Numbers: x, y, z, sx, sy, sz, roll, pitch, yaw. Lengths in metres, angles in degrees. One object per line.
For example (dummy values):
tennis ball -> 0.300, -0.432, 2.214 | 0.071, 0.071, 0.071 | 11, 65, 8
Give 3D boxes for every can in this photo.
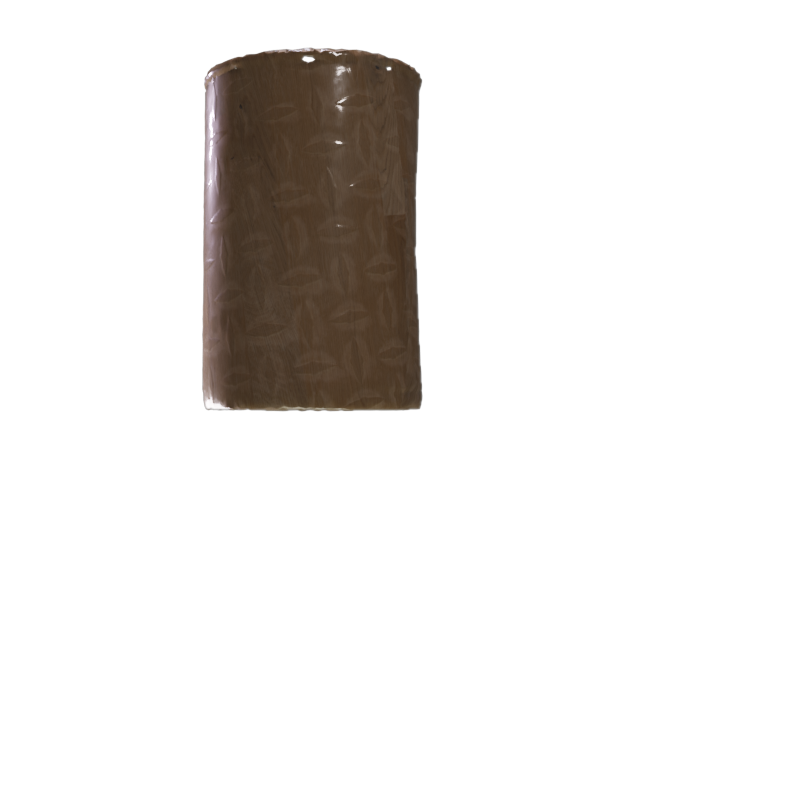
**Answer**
can -> -0.027, -0.049, 0.340 | 0.068, 0.104, 0.068 | 0, -5, -2
